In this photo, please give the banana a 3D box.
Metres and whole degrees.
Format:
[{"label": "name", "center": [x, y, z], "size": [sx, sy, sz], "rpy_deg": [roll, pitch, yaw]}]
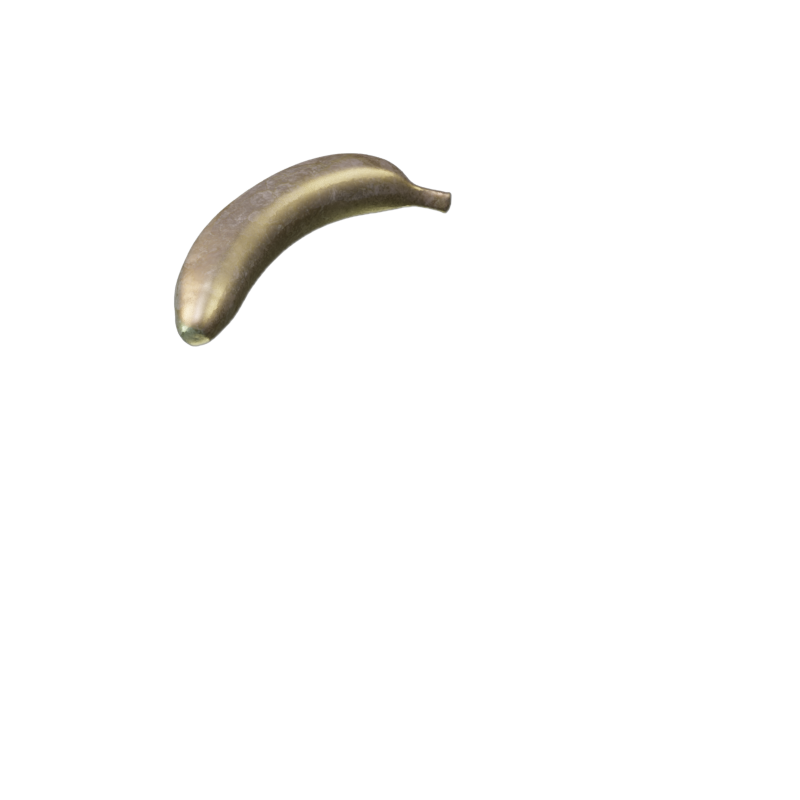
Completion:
[{"label": "banana", "center": [-0.056, -0.091, 0.579], "size": [0.074, 0.034, 0.199], "rpy_deg": [26, 44, 31]}]
